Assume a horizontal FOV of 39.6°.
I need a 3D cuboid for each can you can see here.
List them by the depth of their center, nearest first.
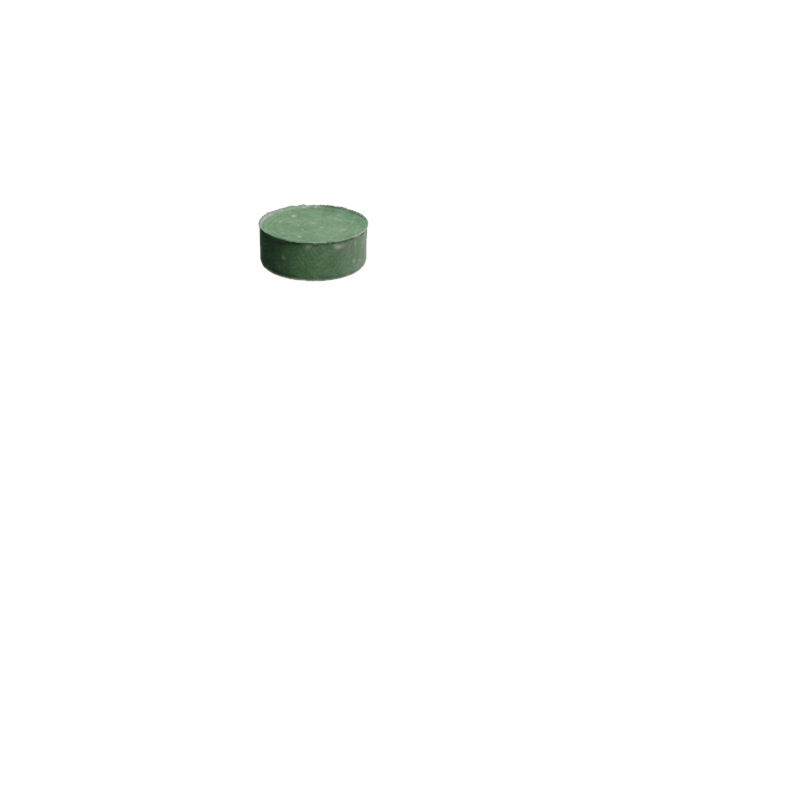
[{"bbox_3d":[-0.068,-0.124,0.872,0.086,0.032,0.091,-1,27,-2],"label":"can"}]
